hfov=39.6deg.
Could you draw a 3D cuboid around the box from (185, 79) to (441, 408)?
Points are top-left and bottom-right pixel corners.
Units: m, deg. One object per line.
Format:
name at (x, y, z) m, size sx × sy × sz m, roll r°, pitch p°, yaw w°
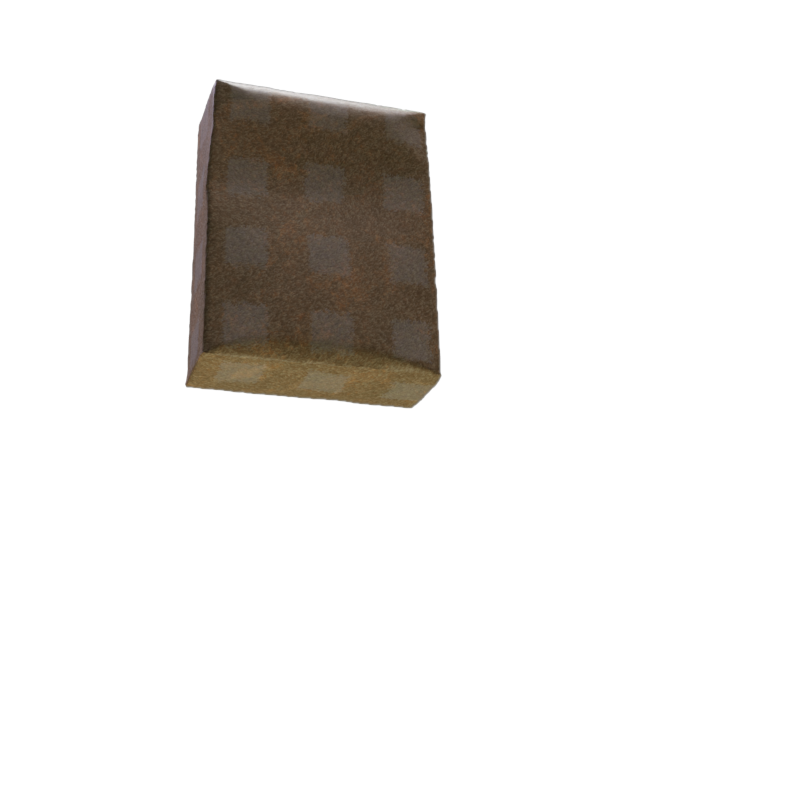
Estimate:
box at (-0.061, -0.111, 0.776) m, size 0.160 × 0.226 × 0.069 m, roll 6°, pitch -27°, yaw -15°
